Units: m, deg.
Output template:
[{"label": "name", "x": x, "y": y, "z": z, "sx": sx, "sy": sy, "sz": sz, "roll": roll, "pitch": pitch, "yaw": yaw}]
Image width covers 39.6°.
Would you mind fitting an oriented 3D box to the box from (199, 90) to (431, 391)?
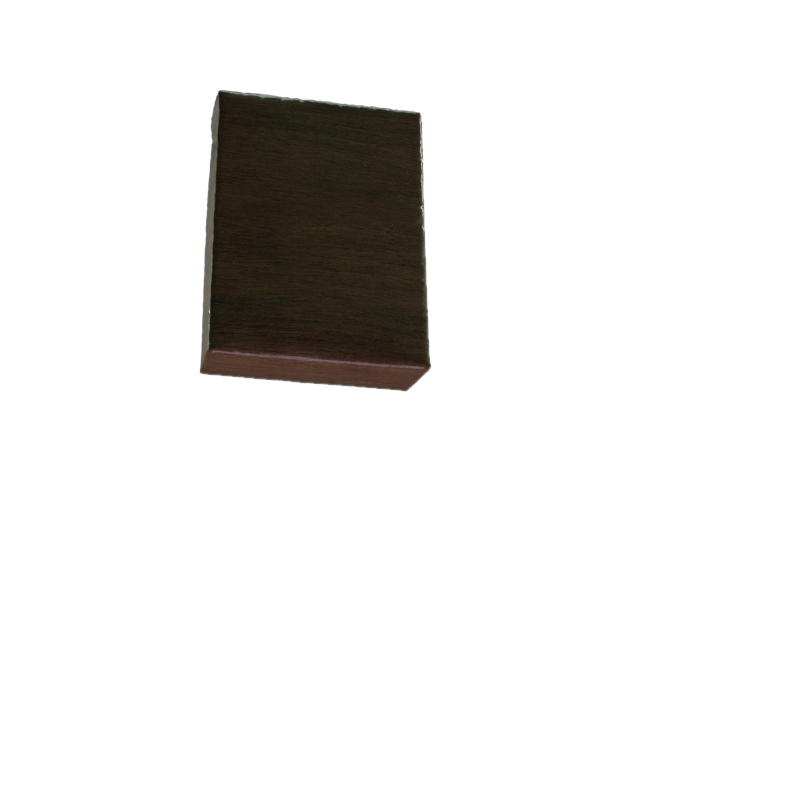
[{"label": "box", "x": -0.066, "y": -0.121, "z": 0.847, "sx": 0.161, "sy": 0.225, "sz": 0.069, "roll": 4, "pitch": -23, "yaw": -12}]
